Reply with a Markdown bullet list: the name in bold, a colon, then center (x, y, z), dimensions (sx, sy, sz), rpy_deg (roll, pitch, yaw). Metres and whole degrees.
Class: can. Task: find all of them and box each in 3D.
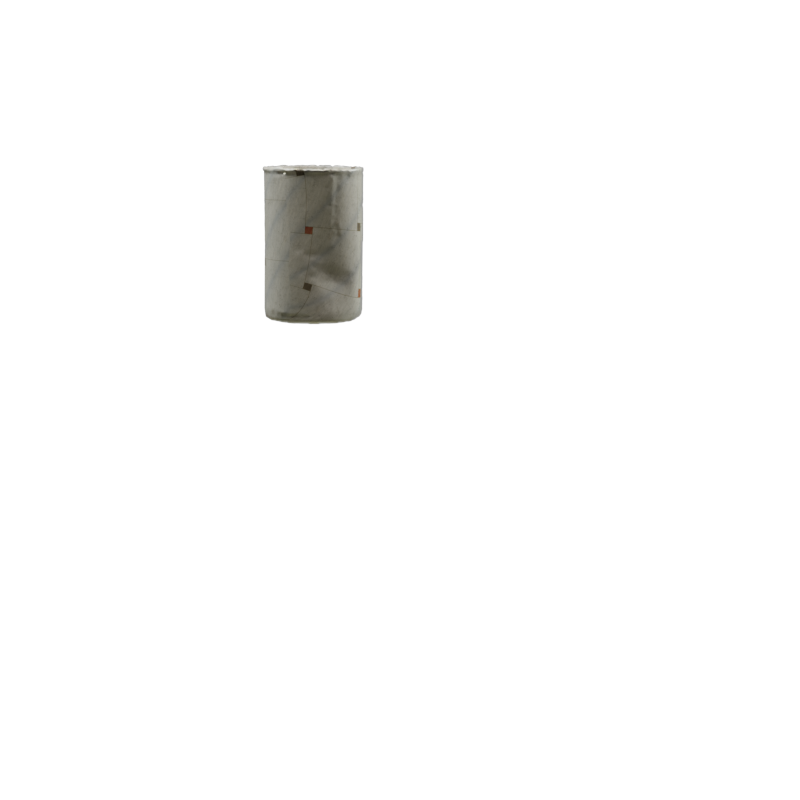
- **can**: center (-0.059, -0.107, 0.751), dimensions (0.068, 0.100, 0.070), rpy_deg (0, 9, -2)
